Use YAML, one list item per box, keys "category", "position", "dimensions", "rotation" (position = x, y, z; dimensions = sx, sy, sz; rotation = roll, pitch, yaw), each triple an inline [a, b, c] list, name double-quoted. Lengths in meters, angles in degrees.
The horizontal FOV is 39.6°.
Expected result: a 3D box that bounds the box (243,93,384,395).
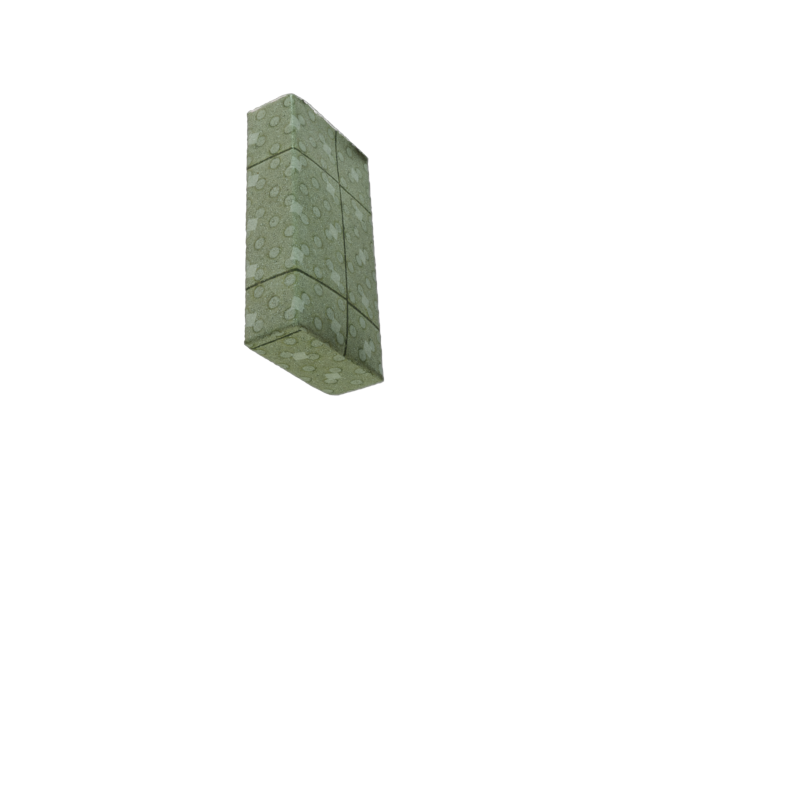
- category: "box"
  position: [-0.055, -0.100, 0.700]
  dimensions: [0.048, 0.188, 0.087]
  rotation: [-20, -34, 28]
